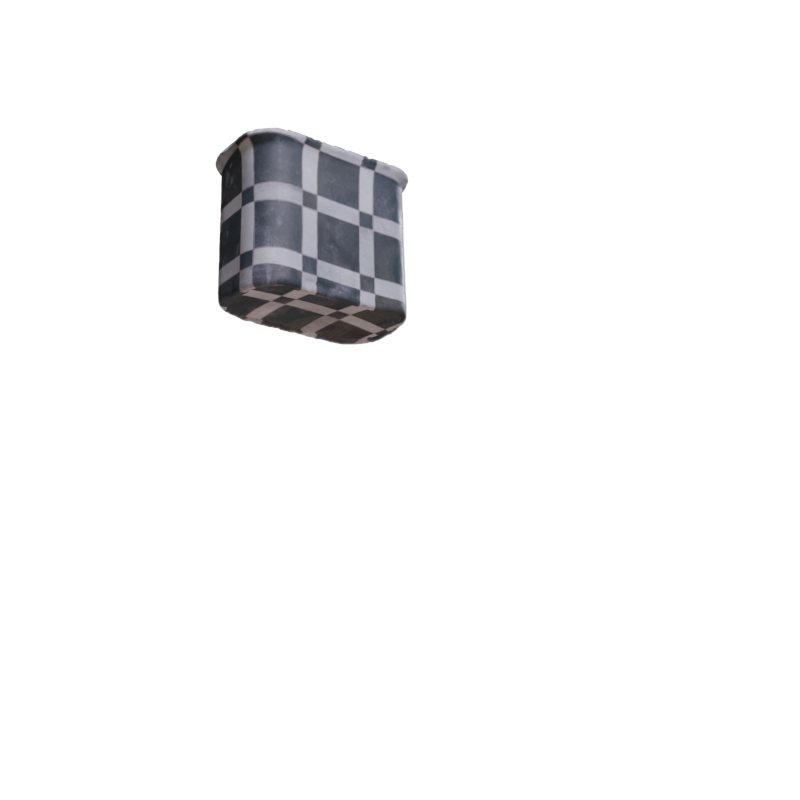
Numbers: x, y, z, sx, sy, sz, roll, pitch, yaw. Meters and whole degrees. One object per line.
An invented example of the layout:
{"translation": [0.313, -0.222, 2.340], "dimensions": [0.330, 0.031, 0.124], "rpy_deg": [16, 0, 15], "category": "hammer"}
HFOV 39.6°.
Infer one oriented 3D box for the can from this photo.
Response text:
{"translation": [-0.045, -0.081, 0.569], "dimensions": [0.097, 0.088, 0.057], "rpy_deg": [14, -27, -33], "category": "can"}
